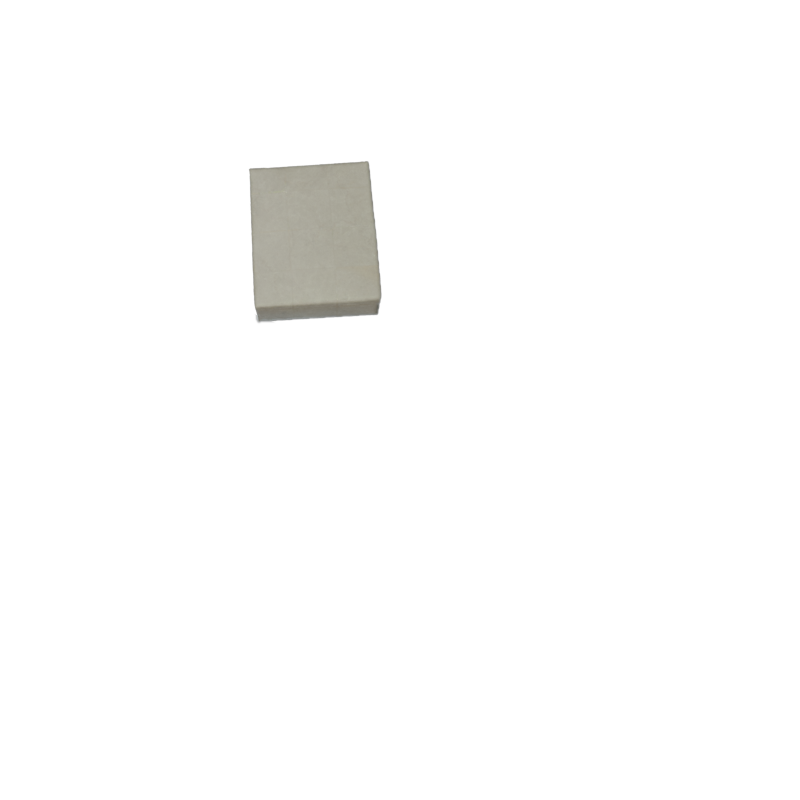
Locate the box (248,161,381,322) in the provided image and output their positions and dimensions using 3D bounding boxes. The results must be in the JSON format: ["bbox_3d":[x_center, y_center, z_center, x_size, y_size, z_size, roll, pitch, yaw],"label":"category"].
[{"bbox_3d":[-0.063,-0.116,0.809,0.090,0.120,0.037,-4,-24,-2],"label":"box"}]
